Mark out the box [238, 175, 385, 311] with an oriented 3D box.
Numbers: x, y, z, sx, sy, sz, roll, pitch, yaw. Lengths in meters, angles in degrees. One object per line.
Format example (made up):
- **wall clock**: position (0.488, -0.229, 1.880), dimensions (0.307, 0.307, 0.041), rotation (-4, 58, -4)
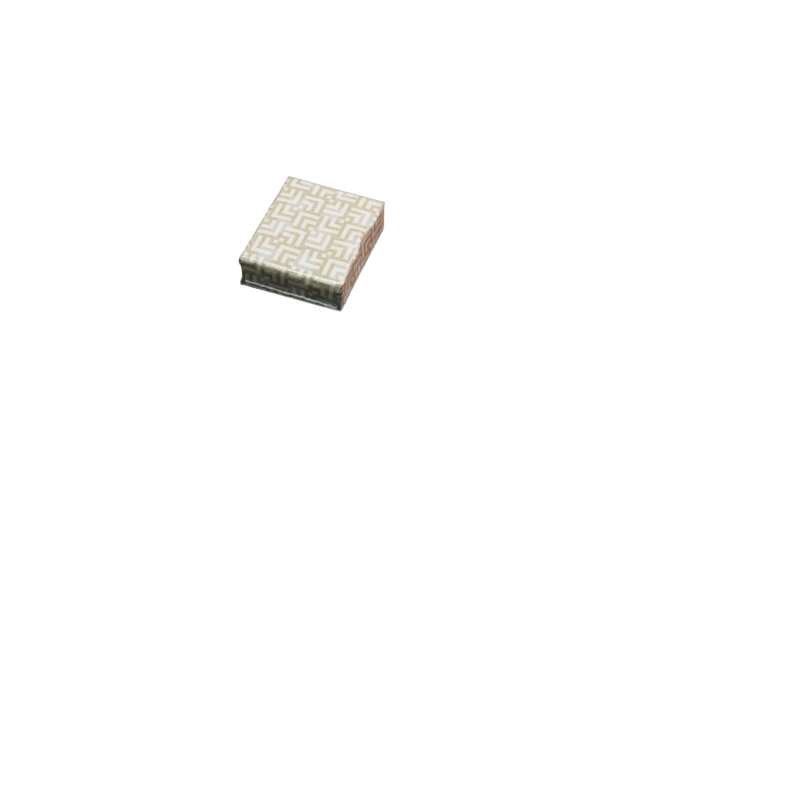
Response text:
- **box**: position (-0.059, -0.107, 0.750), dimensions (0.075, 0.093, 0.028), rotation (15, -40, 13)
